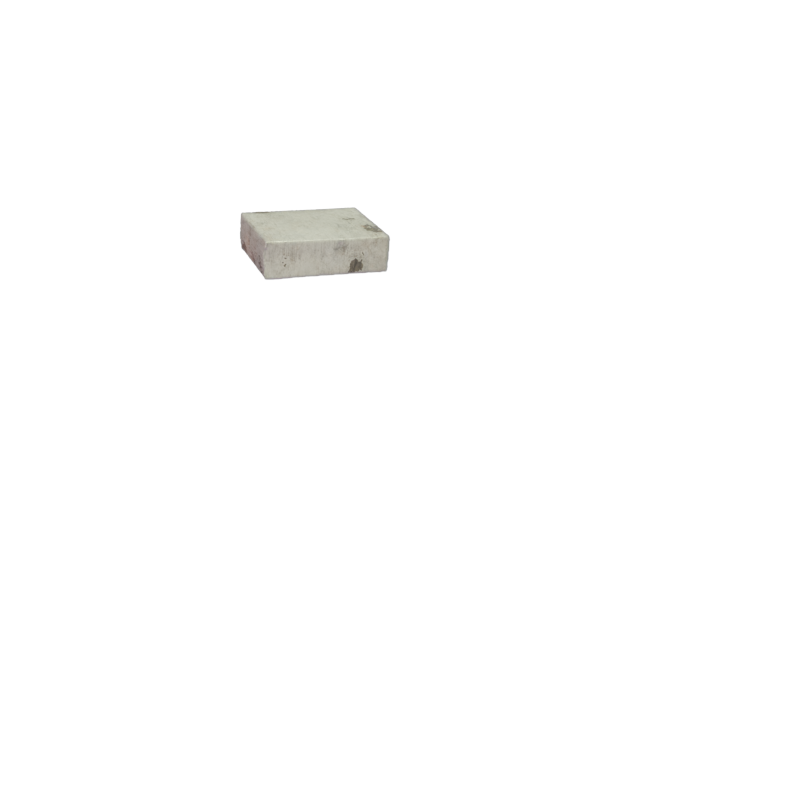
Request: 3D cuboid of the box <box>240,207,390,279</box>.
[{"bbox_3d":[-0.076,-0.139,0.974,0.111,0.037,0.096,-8,25,-17],"label":"box"}]
